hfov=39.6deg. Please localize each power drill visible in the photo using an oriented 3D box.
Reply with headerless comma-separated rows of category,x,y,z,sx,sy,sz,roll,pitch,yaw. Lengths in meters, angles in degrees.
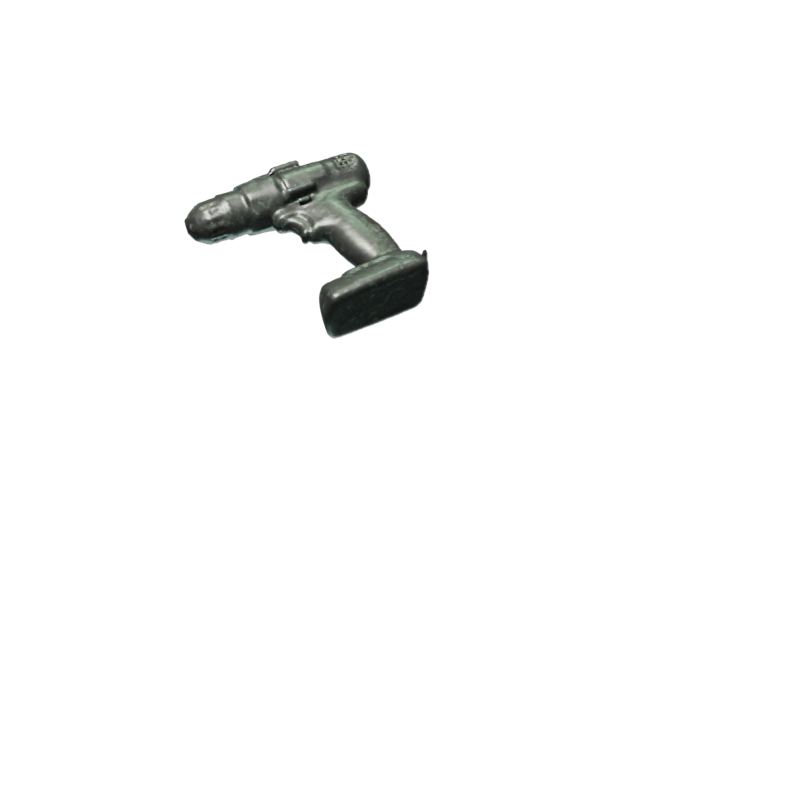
power drill,-0.077,-0.141,0.988,0.183,0.053,0.203,-23,52,-20
